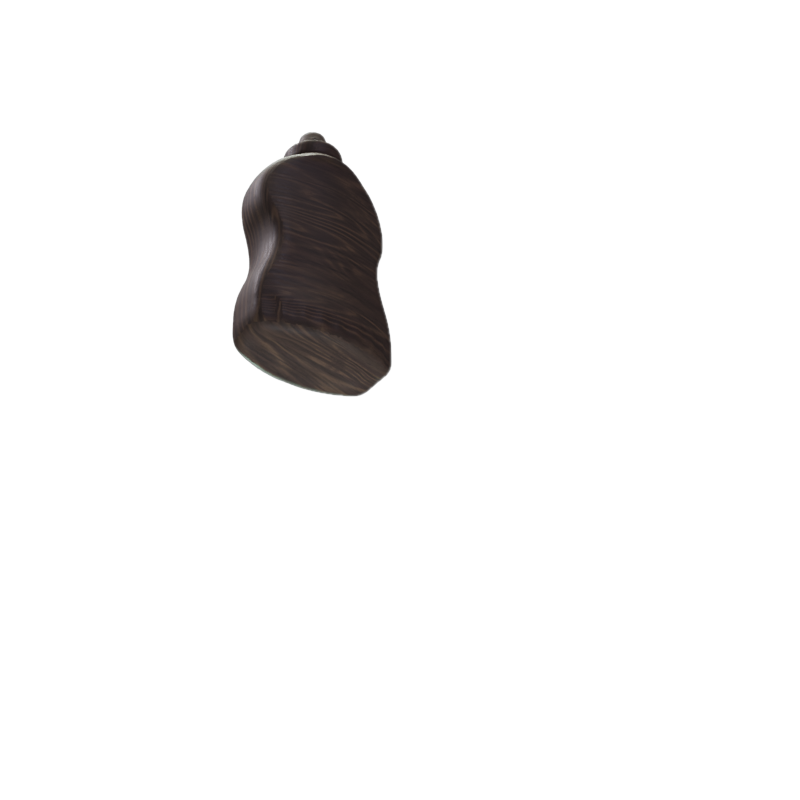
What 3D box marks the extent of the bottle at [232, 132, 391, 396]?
[{"bbox_3d":[-0.055,-0.100,0.705,0.092,0.206,0.057,19,-44,-25],"label":"bottle"}]
